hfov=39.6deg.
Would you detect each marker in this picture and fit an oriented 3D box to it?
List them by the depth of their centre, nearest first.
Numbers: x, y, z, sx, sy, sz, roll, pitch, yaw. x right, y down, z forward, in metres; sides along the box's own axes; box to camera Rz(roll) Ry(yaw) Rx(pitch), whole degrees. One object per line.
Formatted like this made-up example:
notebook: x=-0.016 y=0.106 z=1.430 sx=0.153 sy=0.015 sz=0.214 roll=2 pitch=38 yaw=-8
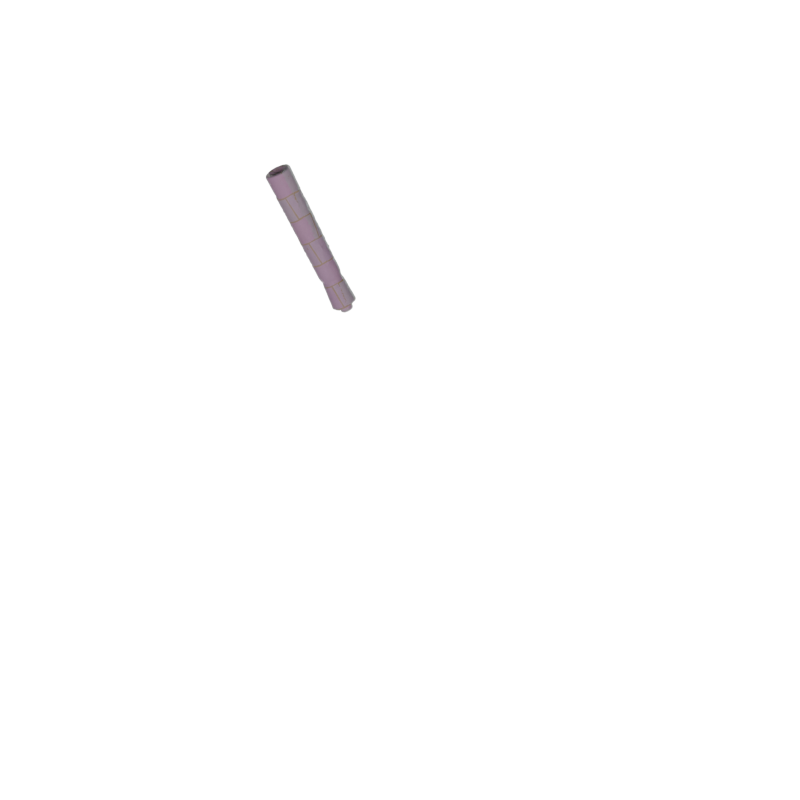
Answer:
marker: x=-0.063 y=-0.115 z=0.804 sx=0.020 sy=0.114 sz=0.021 roll=-23 pitch=23 yaw=10
